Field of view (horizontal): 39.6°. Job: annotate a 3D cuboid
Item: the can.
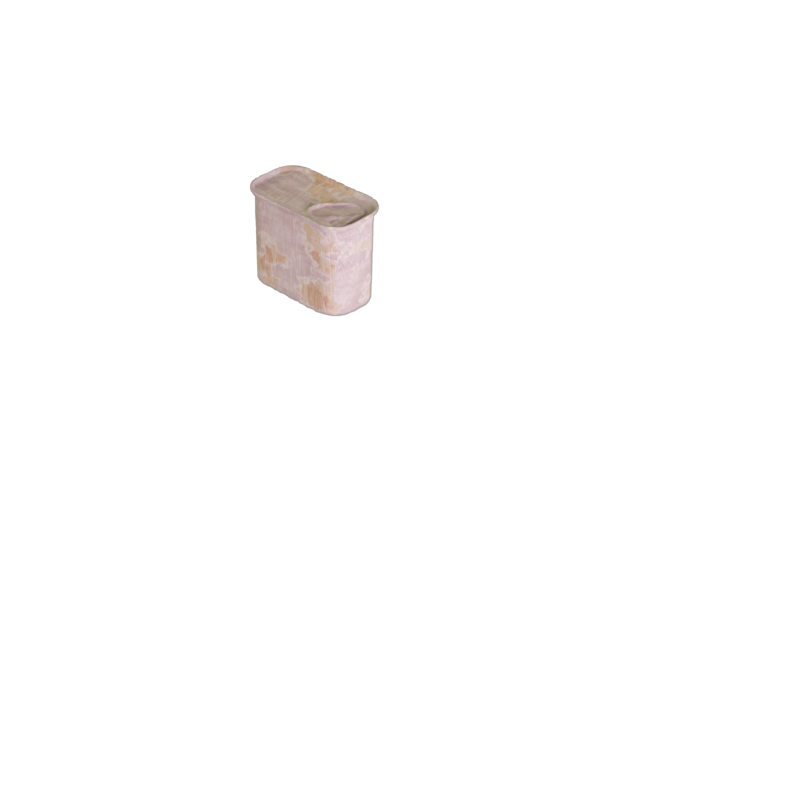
[{"bbox_3d":[-0.067,-0.122,0.854,0.108,0.078,0.058,29,43,33],"label":"can"}]
